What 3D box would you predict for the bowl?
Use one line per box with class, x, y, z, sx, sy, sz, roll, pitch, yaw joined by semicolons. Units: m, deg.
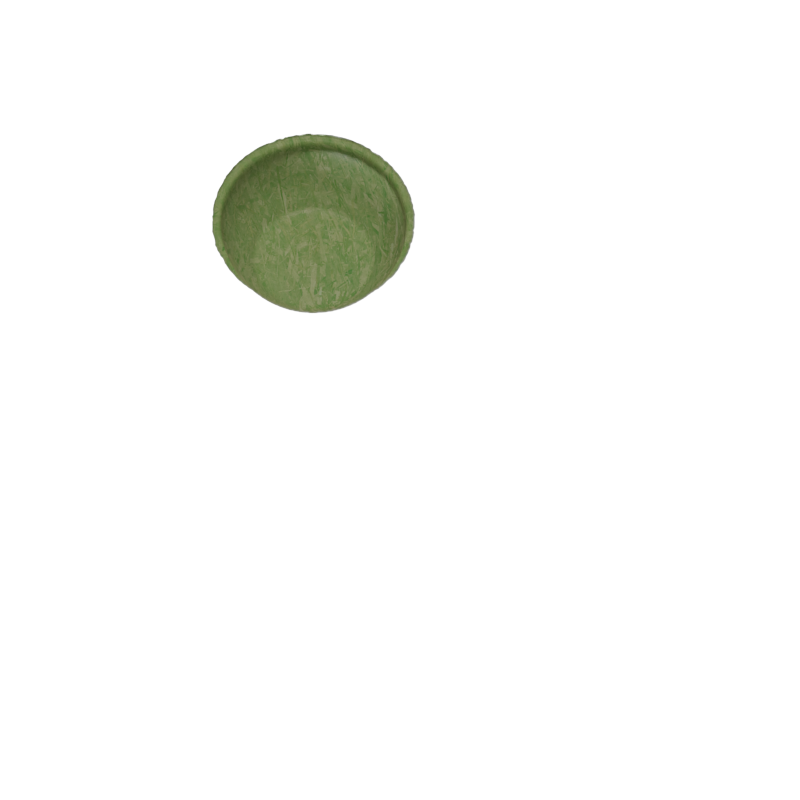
bowl;-0.067;-0.123;0.861;0.162;0.152;0.059;1;35;-1
